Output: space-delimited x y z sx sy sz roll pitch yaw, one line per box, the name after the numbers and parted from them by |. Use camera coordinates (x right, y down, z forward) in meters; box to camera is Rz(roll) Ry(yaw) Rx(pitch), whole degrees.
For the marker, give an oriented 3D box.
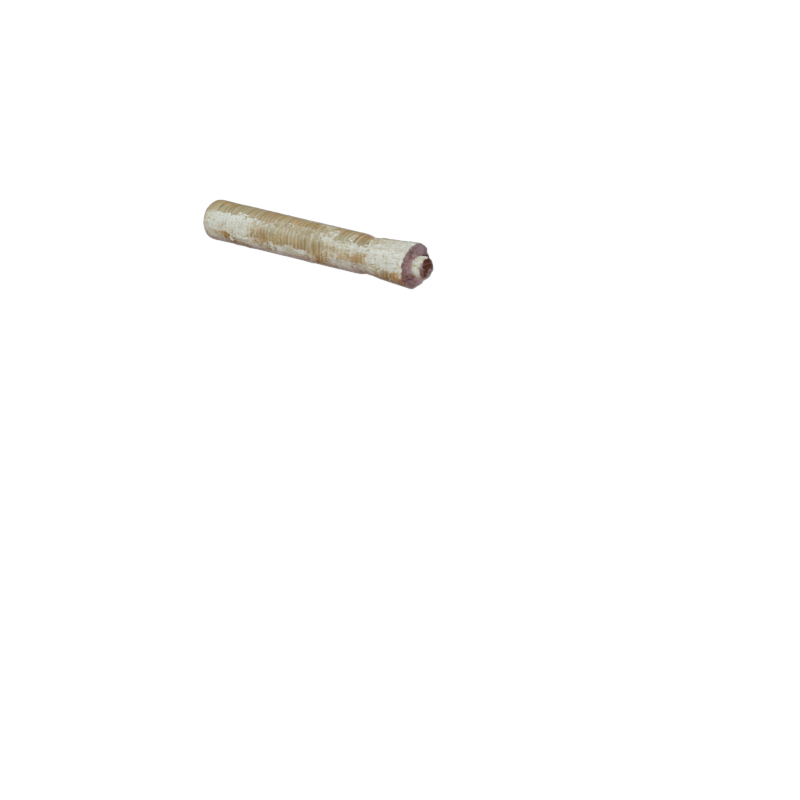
-0.037 -0.067 0.473 0.128 0.019 0.019 19 15 38 | marker
